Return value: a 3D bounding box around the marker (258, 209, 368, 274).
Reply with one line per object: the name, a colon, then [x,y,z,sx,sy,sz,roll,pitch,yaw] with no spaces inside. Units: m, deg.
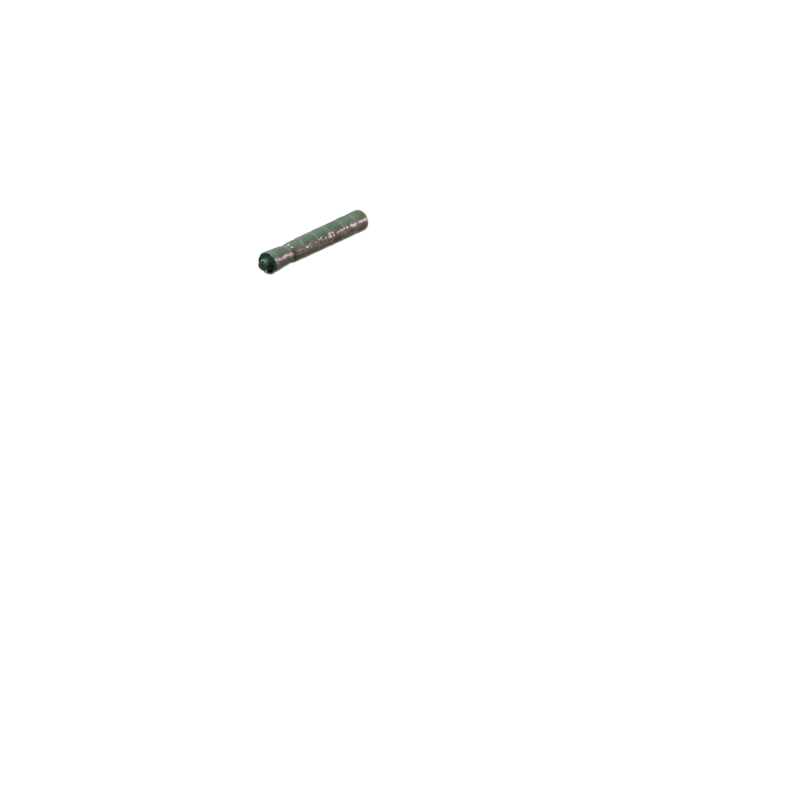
marker: [-0.070,-0.128,0.896,0.021,0.019,0.121,3,26,40]
